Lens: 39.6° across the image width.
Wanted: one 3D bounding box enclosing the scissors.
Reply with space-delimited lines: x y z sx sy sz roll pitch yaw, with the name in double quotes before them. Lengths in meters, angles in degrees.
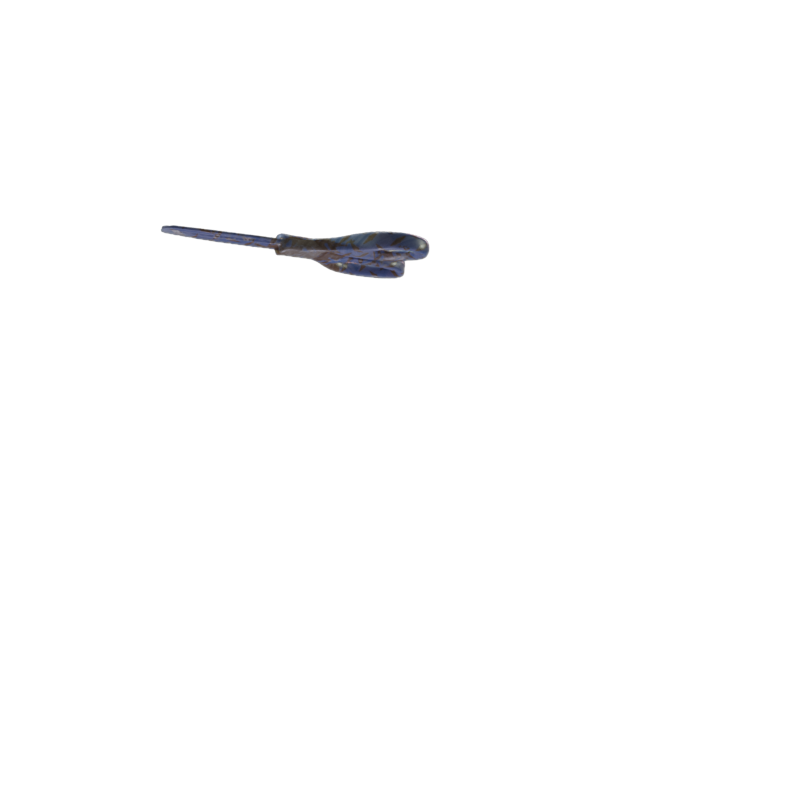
"scissors" -0.063 -0.115 0.804 0.192 0.016 0.098 8 -12 -41
